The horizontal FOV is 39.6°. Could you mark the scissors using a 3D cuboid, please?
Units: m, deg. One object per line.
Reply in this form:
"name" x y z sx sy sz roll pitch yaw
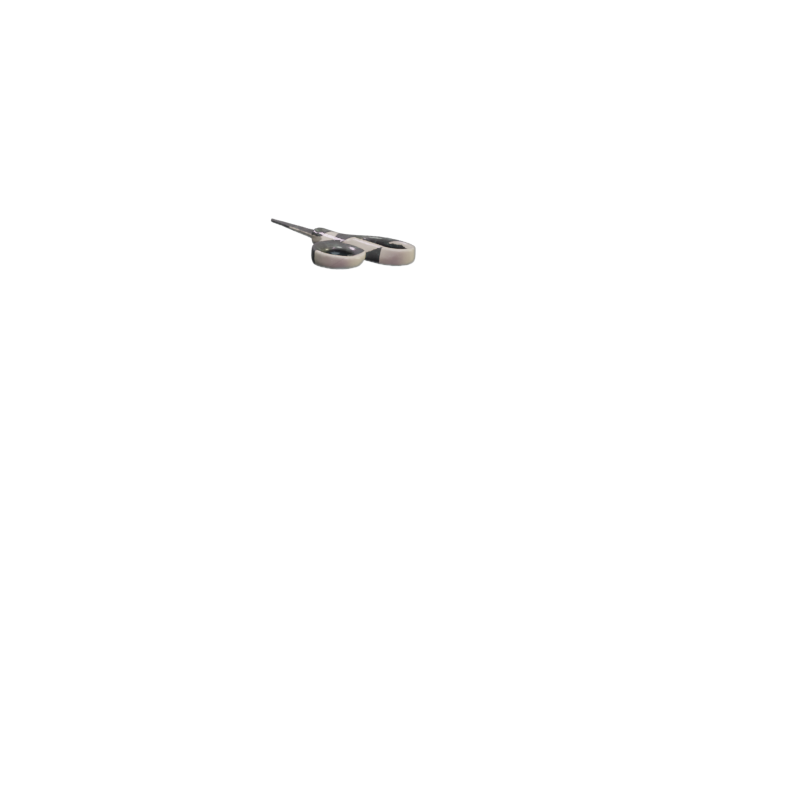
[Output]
"scissors" -0.077 -0.141 0.985 0.213 0.015 0.094 17 25 40
